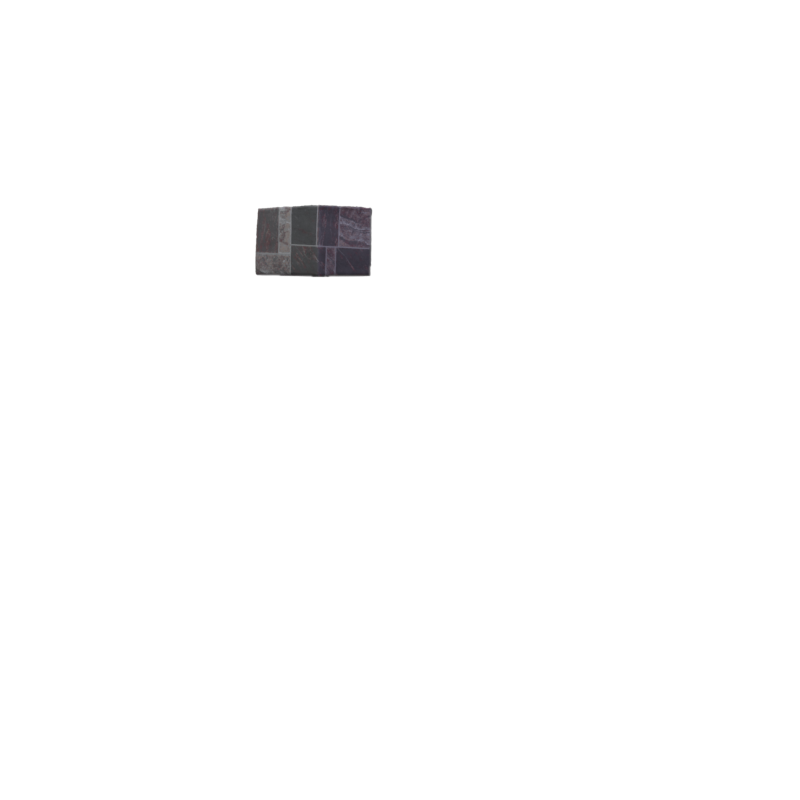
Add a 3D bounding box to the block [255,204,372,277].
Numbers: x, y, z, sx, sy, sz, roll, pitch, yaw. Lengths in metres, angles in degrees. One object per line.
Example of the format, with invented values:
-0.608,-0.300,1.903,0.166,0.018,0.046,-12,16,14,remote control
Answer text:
-0.065,-0.118,0.825,0.051,0.051,0.081,-3,6,-41,block
